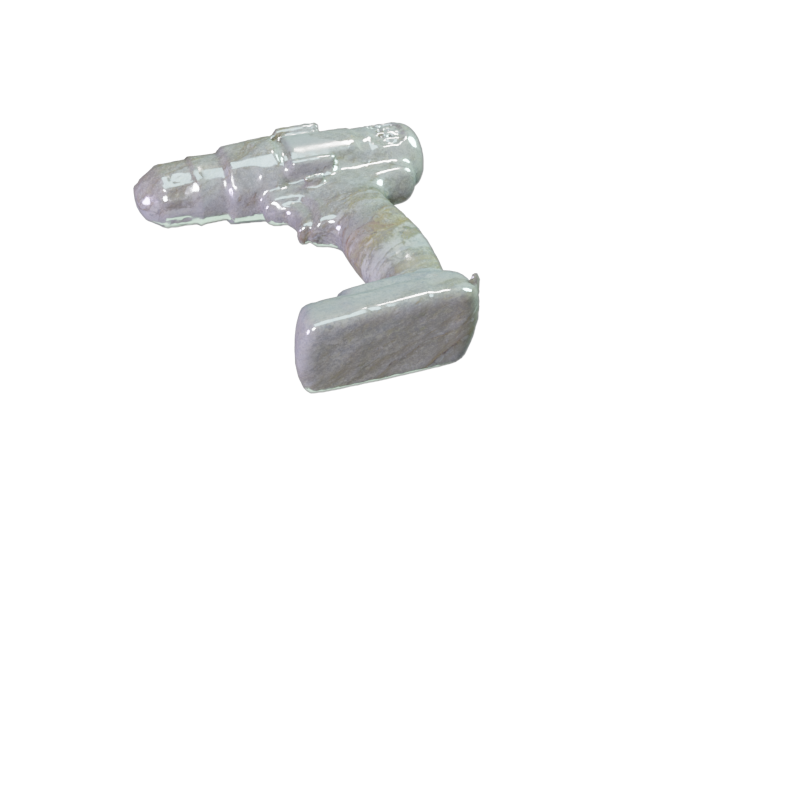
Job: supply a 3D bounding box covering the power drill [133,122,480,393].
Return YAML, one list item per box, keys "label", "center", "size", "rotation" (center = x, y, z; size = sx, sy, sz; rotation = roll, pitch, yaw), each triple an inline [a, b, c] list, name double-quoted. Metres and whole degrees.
- label: "power drill"
  center: [-0.051, -0.092, 0.646]
  size: [0.182, 0.053, 0.203]
  rotation: [-14, 48, -13]
